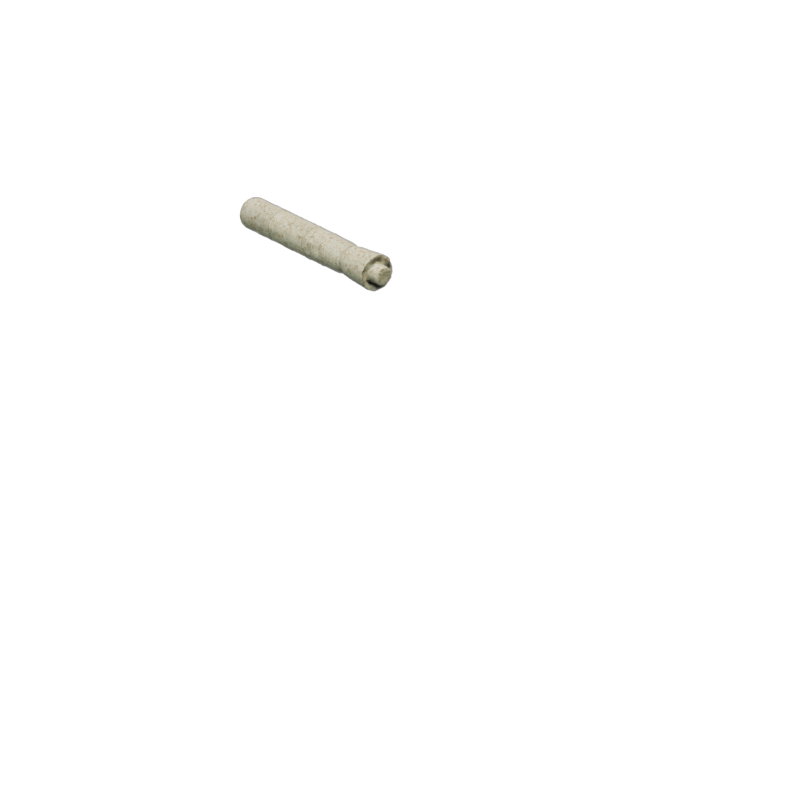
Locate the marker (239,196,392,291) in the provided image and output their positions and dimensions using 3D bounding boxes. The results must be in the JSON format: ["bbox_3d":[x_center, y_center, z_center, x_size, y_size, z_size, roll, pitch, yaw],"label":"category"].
[{"bbox_3d":[-0.045,-0.082,0.574,0.019,0.019,0.129,-3,23,-37],"label":"marker"}]
